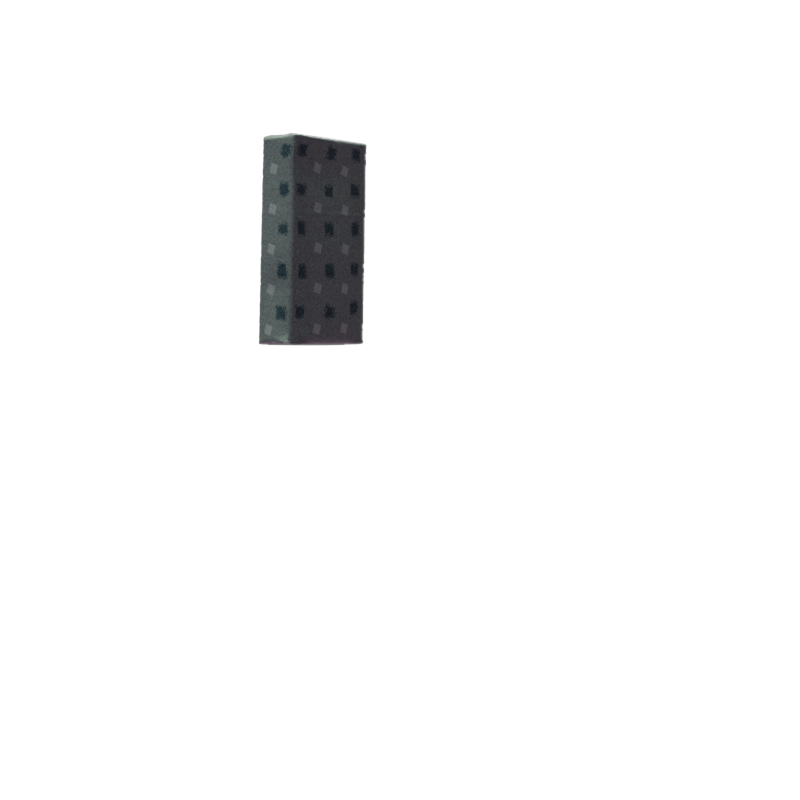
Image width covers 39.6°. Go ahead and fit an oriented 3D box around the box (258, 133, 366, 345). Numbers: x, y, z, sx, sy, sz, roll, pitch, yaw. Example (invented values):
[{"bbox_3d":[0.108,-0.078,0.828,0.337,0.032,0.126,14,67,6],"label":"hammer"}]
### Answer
[{"bbox_3d":[-0.074,-0.135,0.949,0.050,0.178,0.089,-3,-4,42],"label":"box"}]
